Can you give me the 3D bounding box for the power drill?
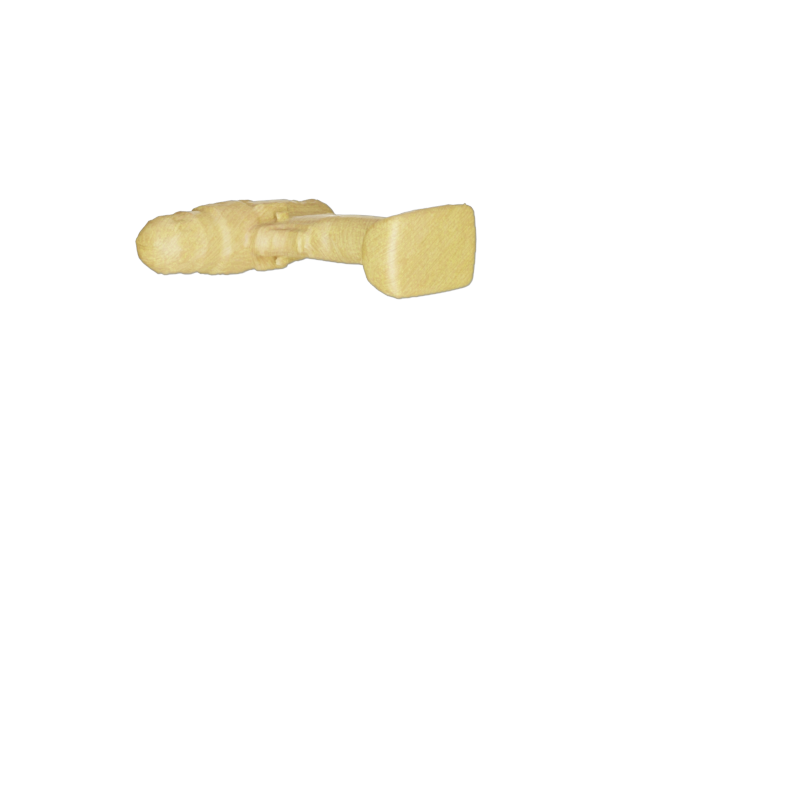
[{"bbox_3d":[-0.059,-0.107,0.750,0.197,0.056,0.181,12,20,36],"label":"power drill"}]
